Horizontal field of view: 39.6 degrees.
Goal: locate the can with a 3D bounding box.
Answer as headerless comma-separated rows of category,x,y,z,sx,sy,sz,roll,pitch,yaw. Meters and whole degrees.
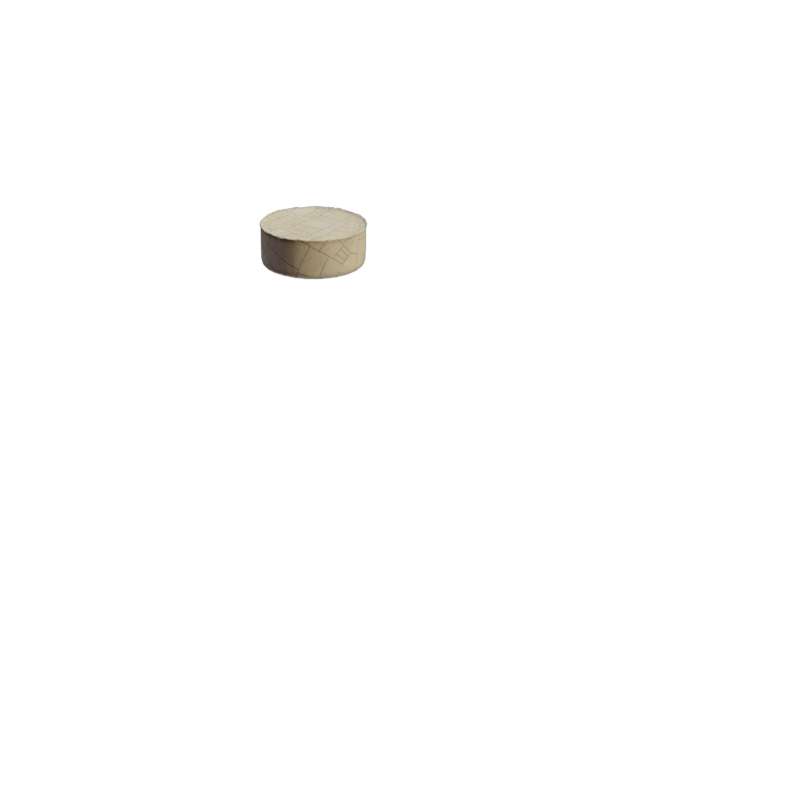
can,-0.070,-0.127,0.888,0.086,0.032,0.090,-1,26,-2
